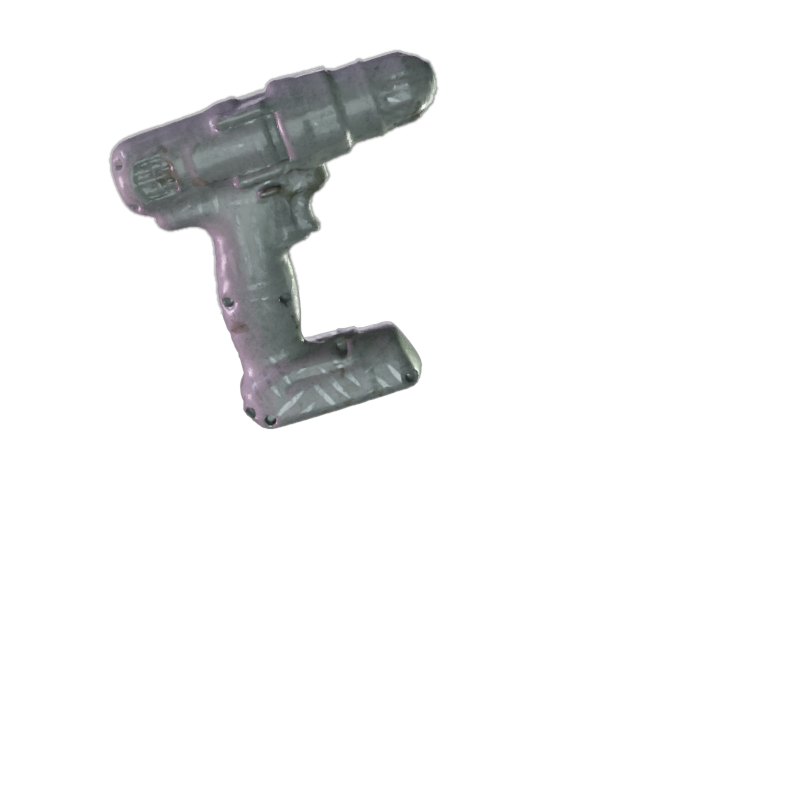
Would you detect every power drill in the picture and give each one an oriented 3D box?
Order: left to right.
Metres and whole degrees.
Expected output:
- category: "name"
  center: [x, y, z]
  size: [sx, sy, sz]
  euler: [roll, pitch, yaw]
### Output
- category: "power drill"
  center: [-0.049, -0.090, 0.627]
  size: [0.185, 0.180, 0.060]
  euler: [-17, 16, 5]
